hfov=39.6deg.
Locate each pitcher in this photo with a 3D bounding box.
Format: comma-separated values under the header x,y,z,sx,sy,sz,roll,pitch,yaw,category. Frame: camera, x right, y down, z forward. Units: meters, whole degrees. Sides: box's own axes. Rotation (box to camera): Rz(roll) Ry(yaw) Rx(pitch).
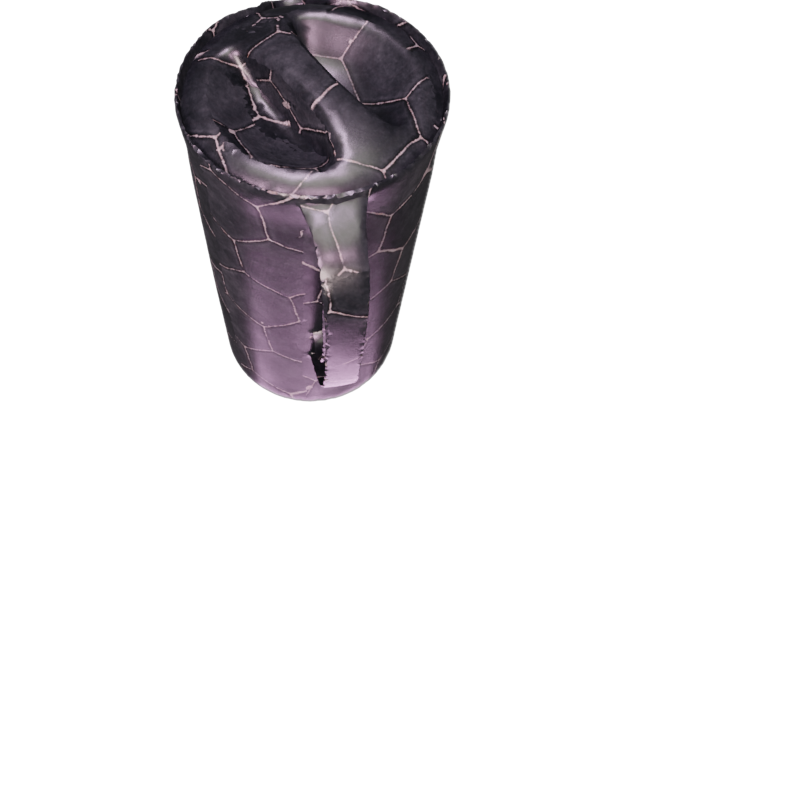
x,y,z,sx,sy,sz,roll,pitch,yaw,category
-0.049,-0.089,0.621,0.151,0.153,0.228,31,-27,14,pitcher
